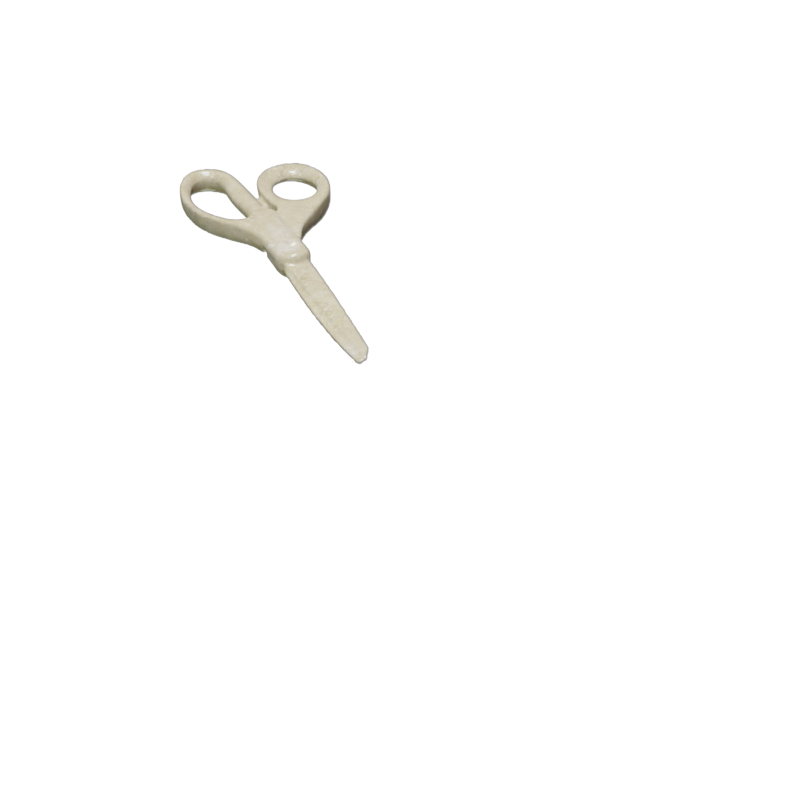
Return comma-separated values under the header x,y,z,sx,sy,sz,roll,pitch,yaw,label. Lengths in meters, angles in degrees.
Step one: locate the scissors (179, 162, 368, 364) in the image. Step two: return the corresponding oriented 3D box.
x,y,z,sx,sy,sz,roll,pitch,yaw,label
-0.047,-0.086,0.604,0.095,0.015,0.217,-25,43,-29,scissors
